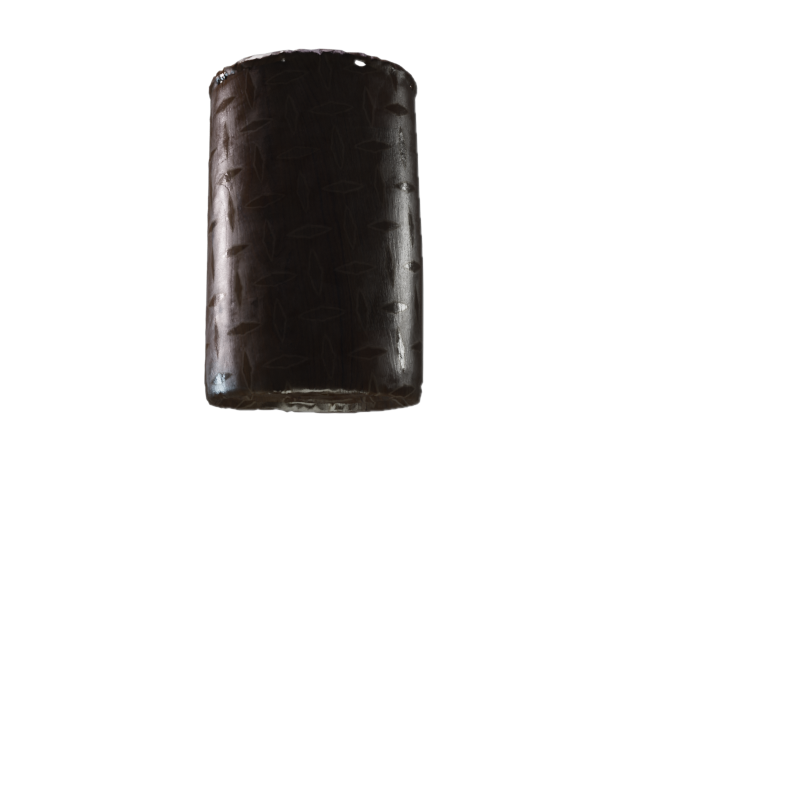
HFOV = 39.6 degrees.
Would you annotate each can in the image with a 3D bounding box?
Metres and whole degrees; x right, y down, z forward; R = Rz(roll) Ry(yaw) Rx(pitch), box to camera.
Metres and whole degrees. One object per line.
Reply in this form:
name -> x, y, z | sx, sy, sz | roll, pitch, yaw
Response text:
can -> -0.027, -0.050, 0.349 | 0.068, 0.105, 0.067 | 0, -11, -2
